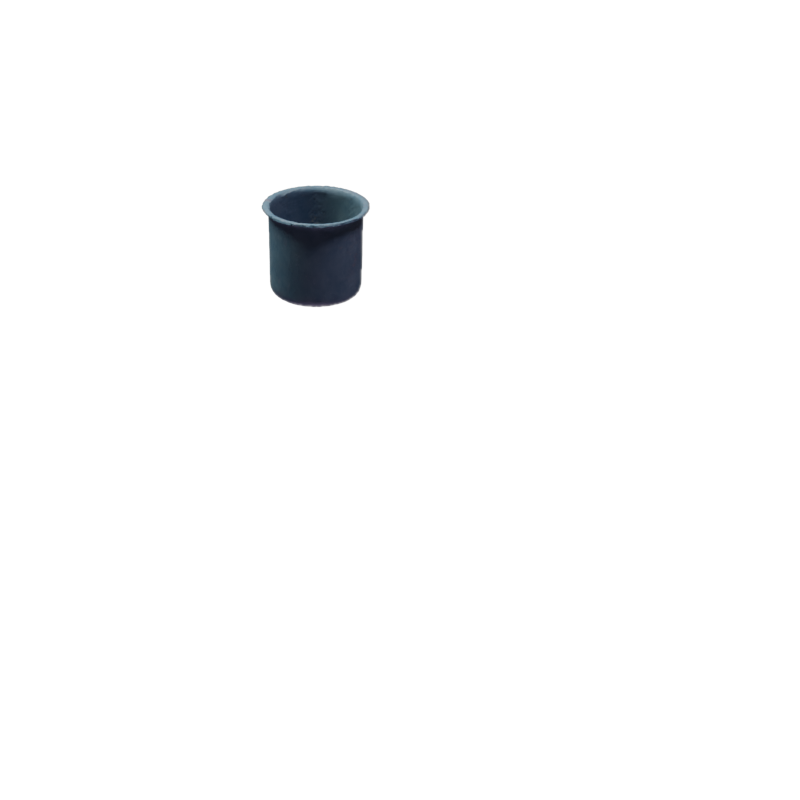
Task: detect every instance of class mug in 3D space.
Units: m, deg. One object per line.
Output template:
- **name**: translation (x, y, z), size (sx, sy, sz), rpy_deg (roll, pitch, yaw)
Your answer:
- **mug**: translation (-0.077, -0.140, 0.982), size (0.092, 0.077, 0.125), rpy_deg (-6, 30, -12)
